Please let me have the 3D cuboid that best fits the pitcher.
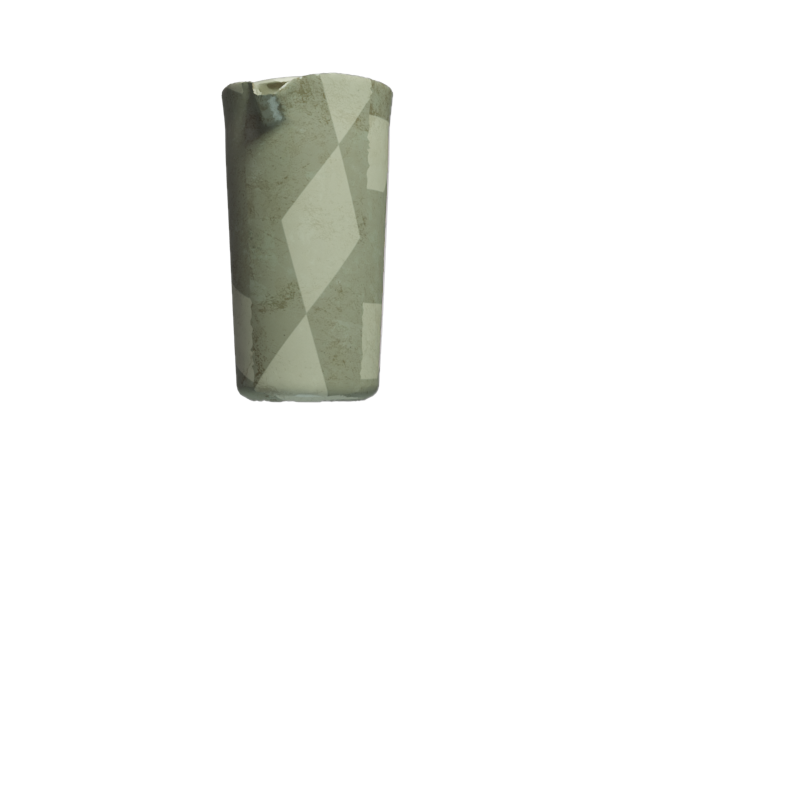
[{"bbox_3d":[-0.067,-0.123,0.859,0.144,0.246,0.148,2,-5,-28],"label":"pitcher"}]
